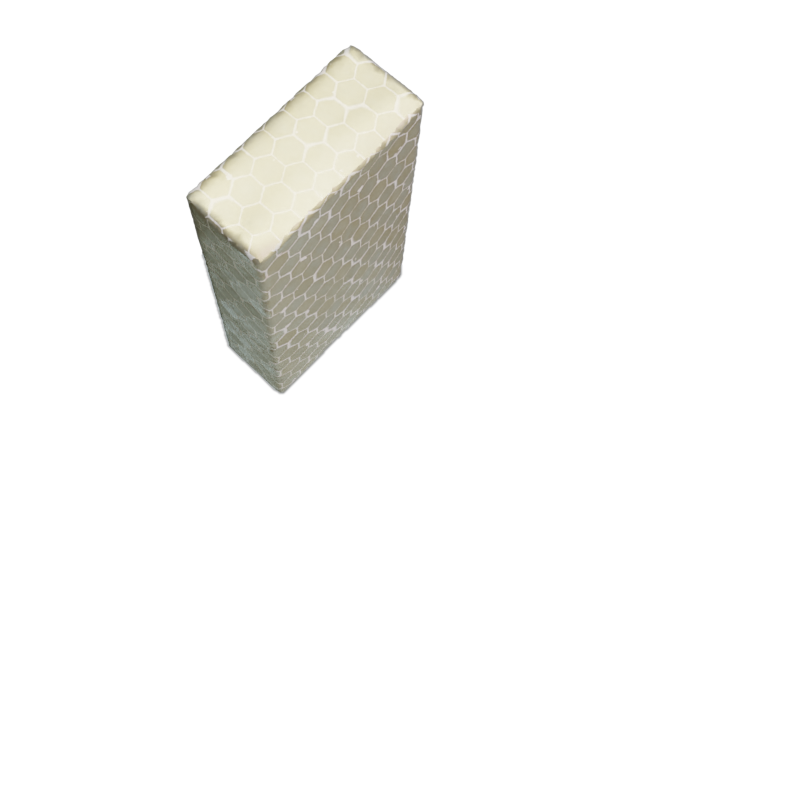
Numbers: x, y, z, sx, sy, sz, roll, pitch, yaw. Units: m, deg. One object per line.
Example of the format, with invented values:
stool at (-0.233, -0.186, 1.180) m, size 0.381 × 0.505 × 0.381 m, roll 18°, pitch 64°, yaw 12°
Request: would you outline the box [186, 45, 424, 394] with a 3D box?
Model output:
box at (-0.038, -0.070, 0.489) m, size 0.049 × 0.094 × 0.169 m, roll 42°, pitch -14°, yaw 7°
